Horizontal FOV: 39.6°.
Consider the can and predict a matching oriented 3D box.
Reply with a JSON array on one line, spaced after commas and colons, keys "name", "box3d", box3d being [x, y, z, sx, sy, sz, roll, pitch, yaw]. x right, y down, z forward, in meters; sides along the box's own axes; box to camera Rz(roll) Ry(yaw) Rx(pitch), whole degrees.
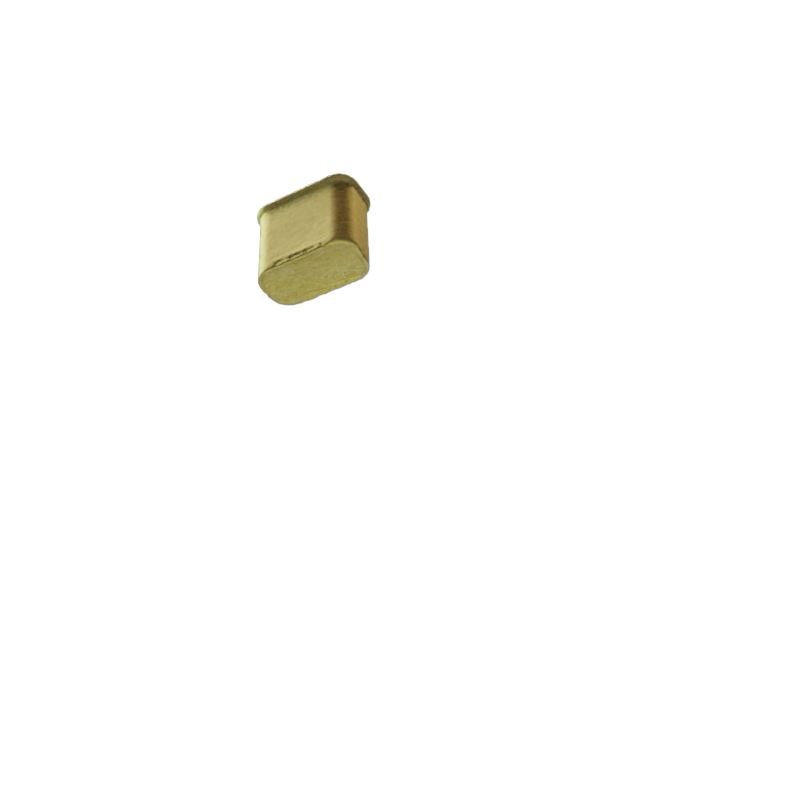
[{"name": "can", "box3d": [-0.076, -0.138, 0.969, 0.102, 0.090, 0.053, -21, -46, 20]}]
